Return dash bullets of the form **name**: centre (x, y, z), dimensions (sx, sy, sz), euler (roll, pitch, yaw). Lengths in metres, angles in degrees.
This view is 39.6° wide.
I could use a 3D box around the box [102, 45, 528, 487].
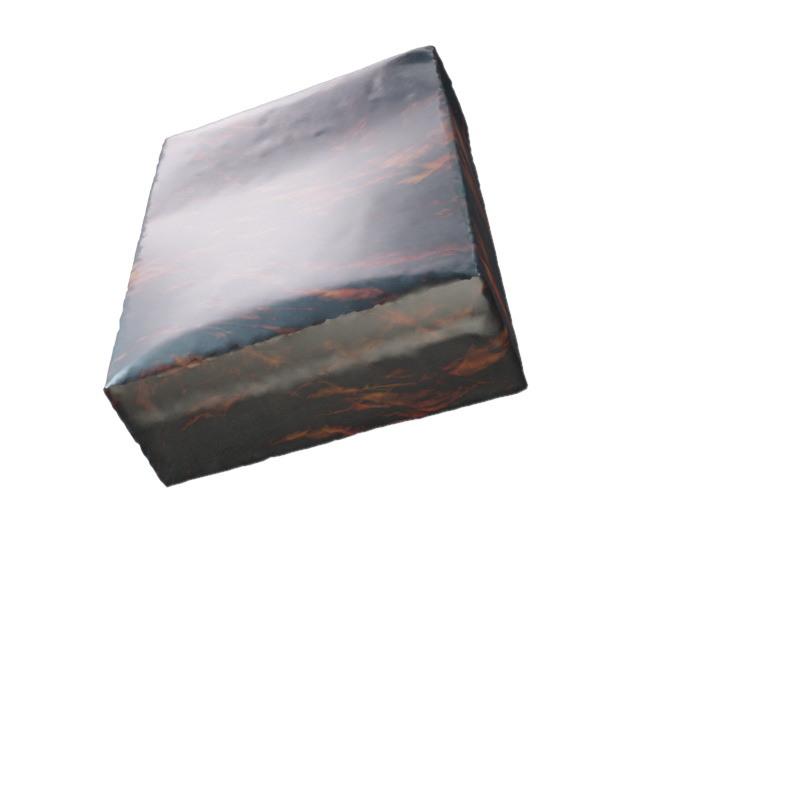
- **box**: centre (-0.042, -0.076, 0.532), dimensions (0.165, 0.066, 0.229), euler (-17, 39, 10)
